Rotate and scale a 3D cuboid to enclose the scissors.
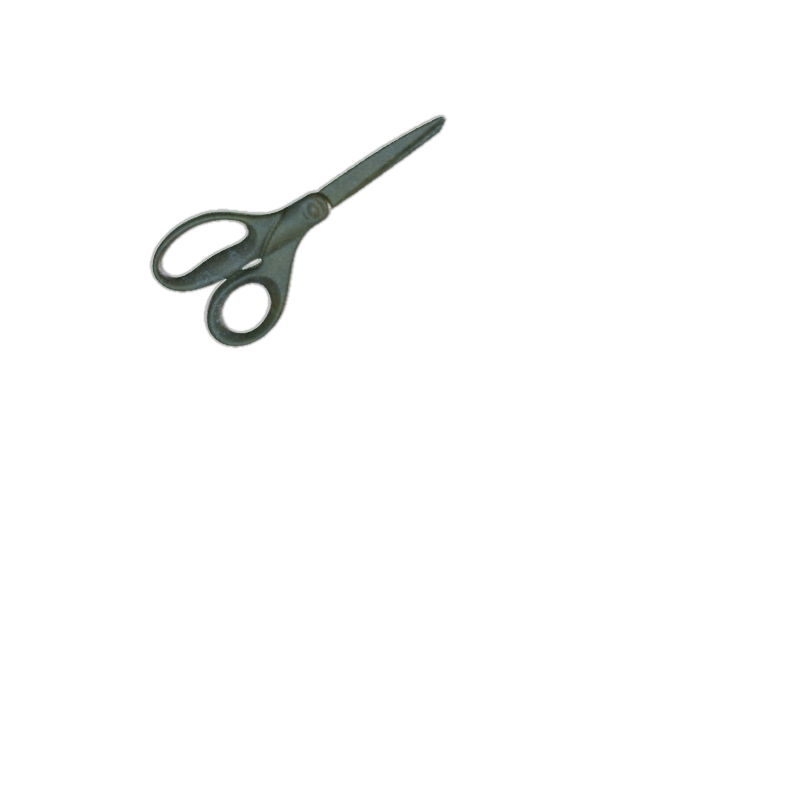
[{"bbox_3d":[-0.054,-0.098,0.688,0.202,0.093,0.016,-18,11,4],"label":"scissors"}]
